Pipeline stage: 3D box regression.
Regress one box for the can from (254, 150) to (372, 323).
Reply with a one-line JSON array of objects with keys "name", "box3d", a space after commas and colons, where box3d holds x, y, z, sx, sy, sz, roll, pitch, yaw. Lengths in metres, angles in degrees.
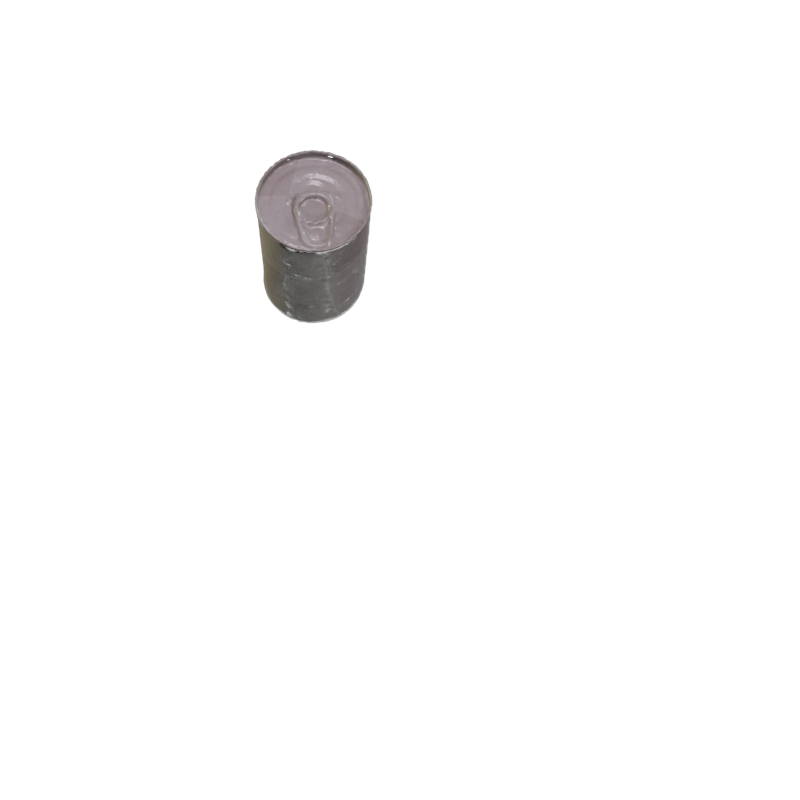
[{"name": "can", "box3d": [-0.053, -0.097, 0.683, 0.068, 0.073, 0.097, 0, -24, -3]}]
